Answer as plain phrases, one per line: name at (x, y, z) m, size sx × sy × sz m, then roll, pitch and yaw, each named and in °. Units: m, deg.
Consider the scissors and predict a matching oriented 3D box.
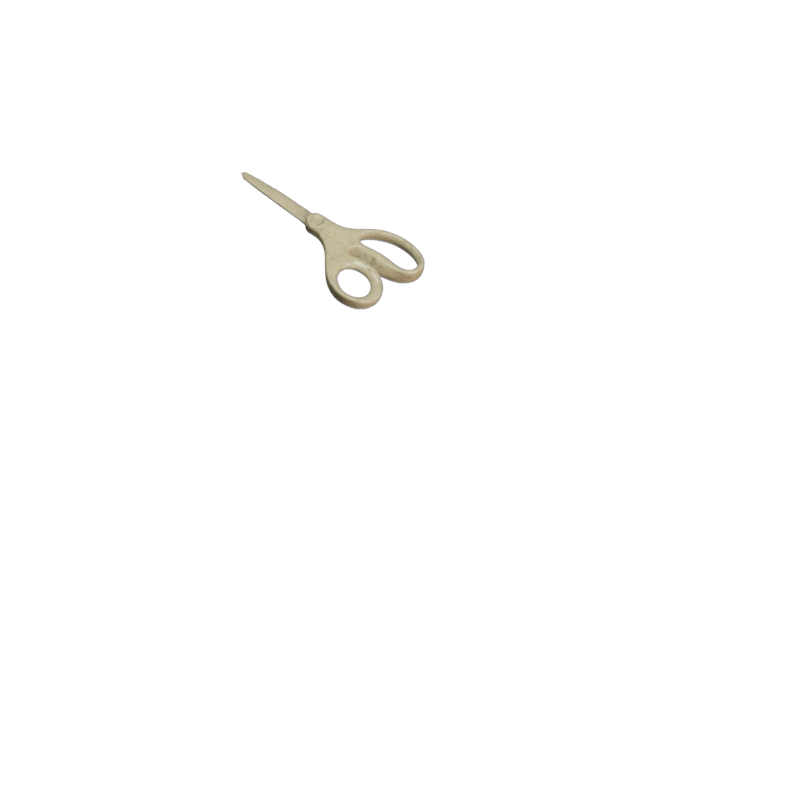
scissors at (-0.078, -0.142, 0.992) m, size 0.209 × 0.099 × 0.015 m, roll 23°, pitch -35°, yaw 17°
